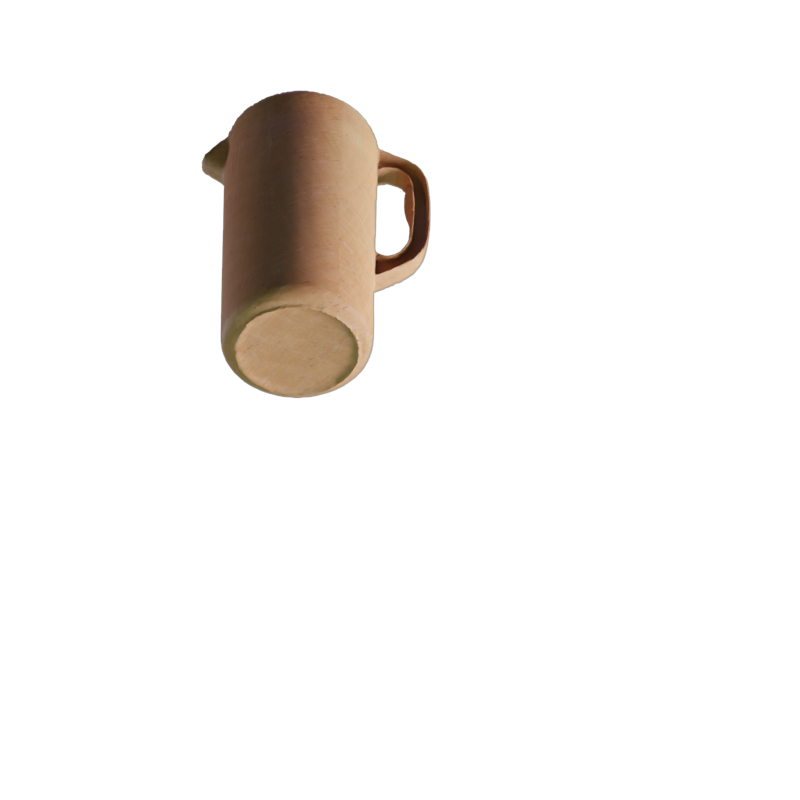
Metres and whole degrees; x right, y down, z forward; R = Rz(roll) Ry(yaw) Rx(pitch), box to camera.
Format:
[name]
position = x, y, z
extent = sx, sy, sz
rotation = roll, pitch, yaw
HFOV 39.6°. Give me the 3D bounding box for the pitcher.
[pitcher]
position = -0.068, -0.123, 0.862
extent = 0.149, 0.261, 0.135
rotation = -31, -52, 24
